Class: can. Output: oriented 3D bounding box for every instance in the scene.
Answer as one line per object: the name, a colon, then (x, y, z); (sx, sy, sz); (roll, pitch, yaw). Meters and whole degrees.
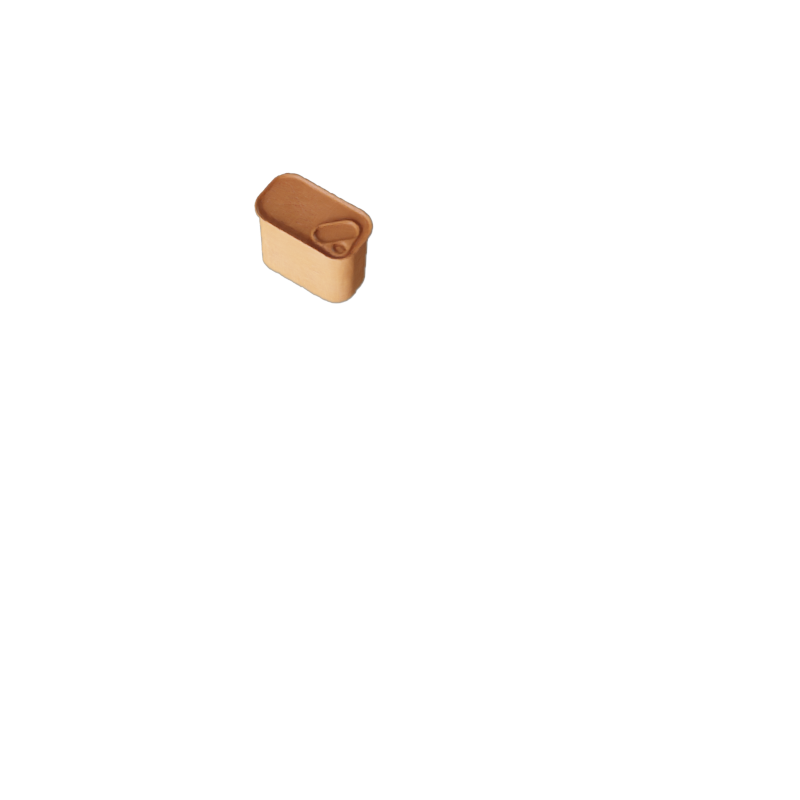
can: (-0.076, -0.140, 0.978); (0.106, 0.059, 0.079); (31, -26, 15)
